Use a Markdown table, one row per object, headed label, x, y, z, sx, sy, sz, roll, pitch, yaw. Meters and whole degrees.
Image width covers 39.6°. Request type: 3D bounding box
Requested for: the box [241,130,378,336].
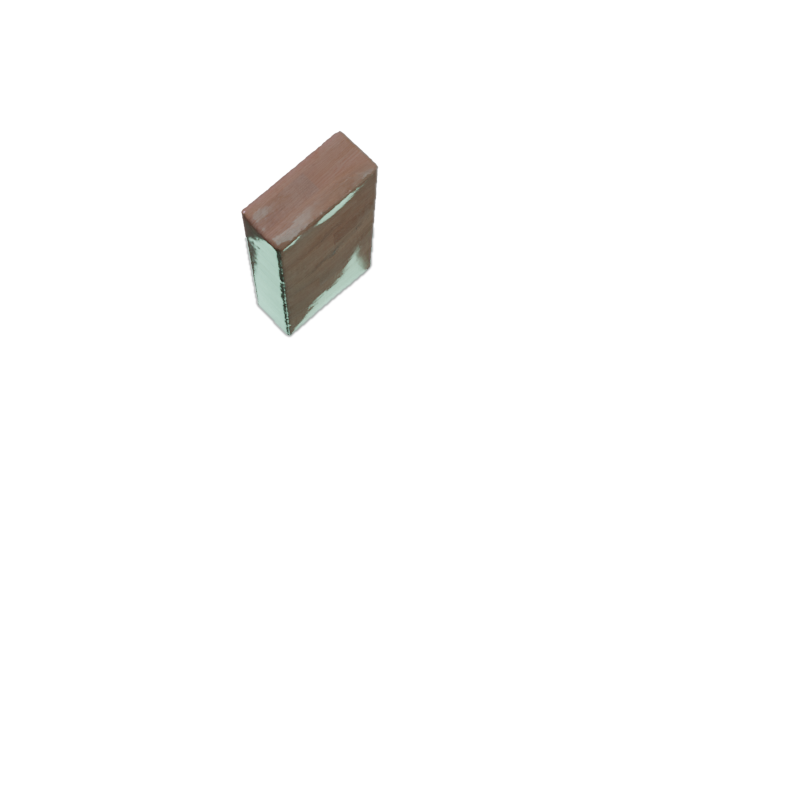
| label | x | y | z | sx | sy | sz | roll | pitch | yaw |
| --- | --- | --- | --- | --- | --- | --- | --- | --- | --- |
| box | -0.063 | -0.115 | 0.811 | 0.094 | 0.050 | 0.169 | -42 | -8 | -13 |
